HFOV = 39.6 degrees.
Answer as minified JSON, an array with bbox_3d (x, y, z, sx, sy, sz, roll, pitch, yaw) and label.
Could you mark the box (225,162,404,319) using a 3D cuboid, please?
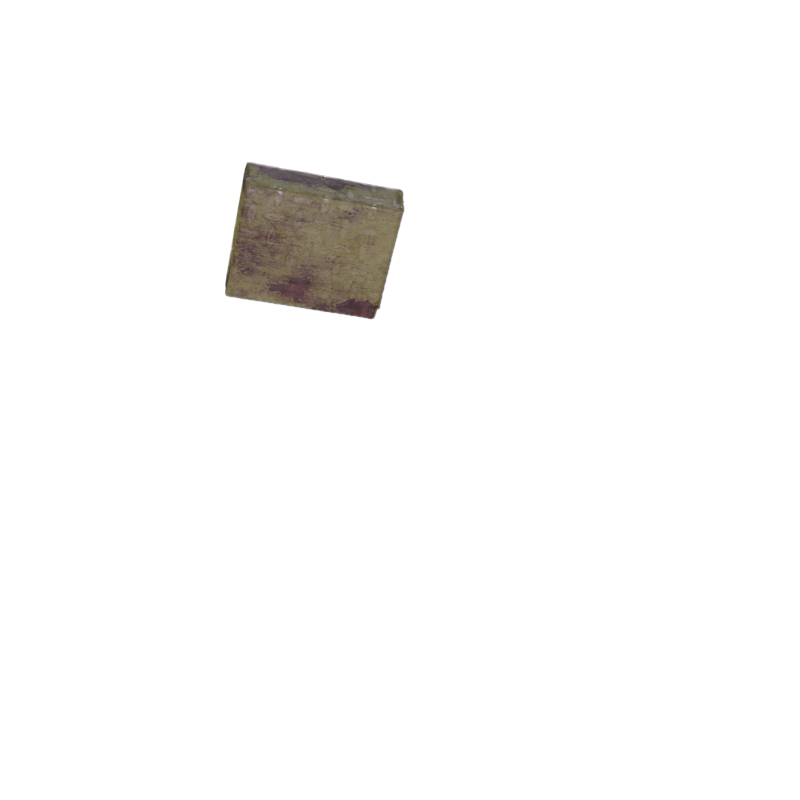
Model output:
[{"bbox_3d":[-0.048,-0.088,0.617,0.088,0.069,0.032,9,32,-6],"label":"box"}]
